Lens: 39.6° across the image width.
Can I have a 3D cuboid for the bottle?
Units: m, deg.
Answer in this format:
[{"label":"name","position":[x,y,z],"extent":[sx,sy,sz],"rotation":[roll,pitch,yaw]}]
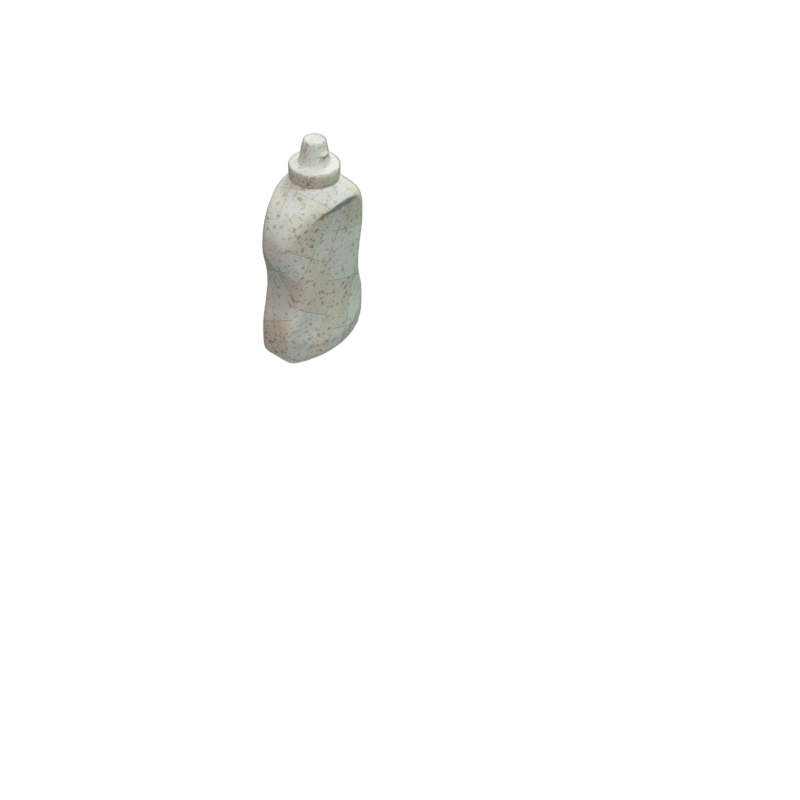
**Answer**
[{"label":"bottle","position":[-0.070,-0.128,0.895],"extent":[0.062,0.179,0.096],"rotation":[29,45,30]}]
